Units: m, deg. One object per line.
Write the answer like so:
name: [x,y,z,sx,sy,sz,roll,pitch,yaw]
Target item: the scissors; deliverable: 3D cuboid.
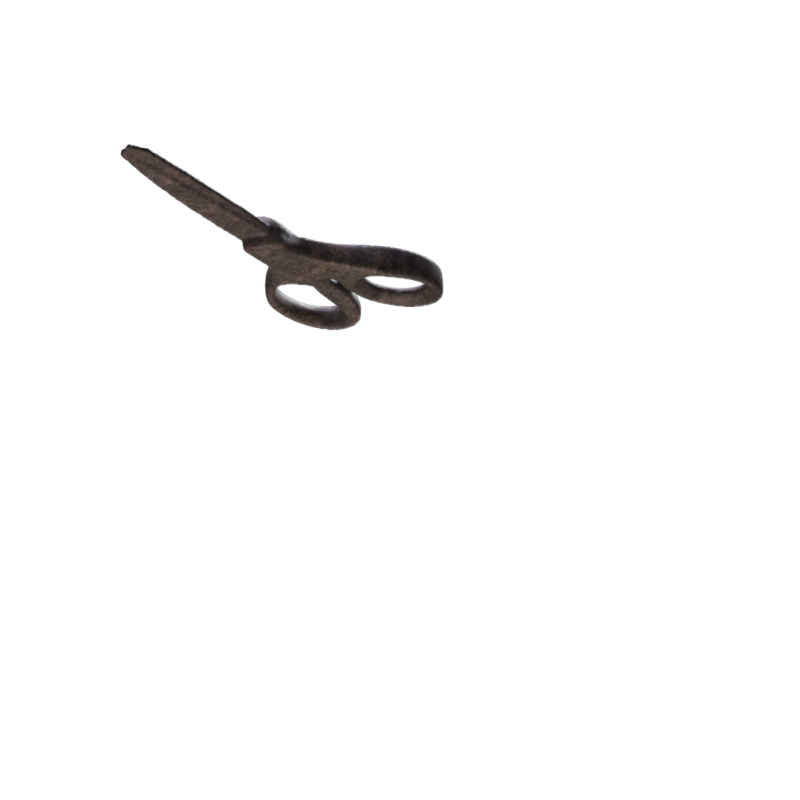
scissors: [-0.038,-0.069,0.486,0.097,0.016,0.190,-3,-16,11]
